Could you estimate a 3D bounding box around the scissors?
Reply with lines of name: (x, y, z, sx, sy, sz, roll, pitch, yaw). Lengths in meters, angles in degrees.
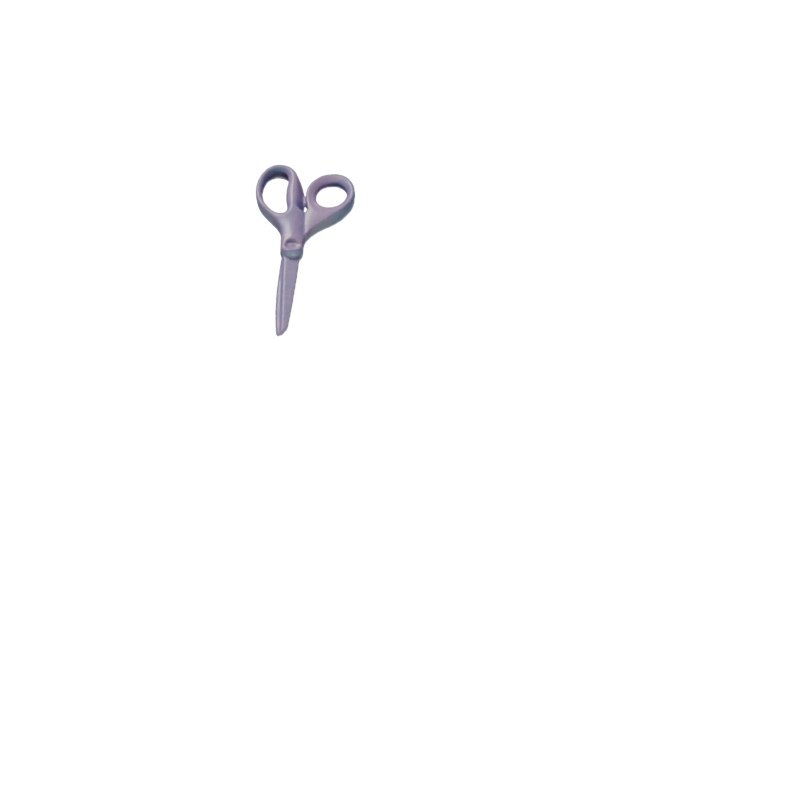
scissors: (-0.073, -0.133, 0.933, 0.095, 0.218, 0.015, -9, -43, -9)
